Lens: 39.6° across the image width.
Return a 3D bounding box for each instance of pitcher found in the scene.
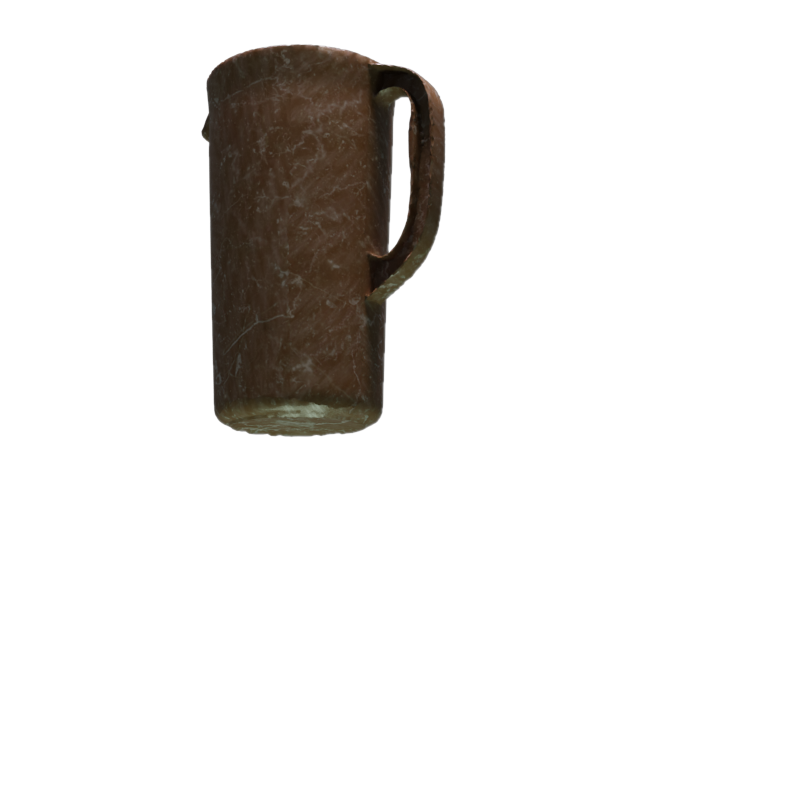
[{"bbox_3d":[-0.057,-0.105,0.733,0.142,0.253,0.147,3,-16,-15],"label":"pitcher"}]
